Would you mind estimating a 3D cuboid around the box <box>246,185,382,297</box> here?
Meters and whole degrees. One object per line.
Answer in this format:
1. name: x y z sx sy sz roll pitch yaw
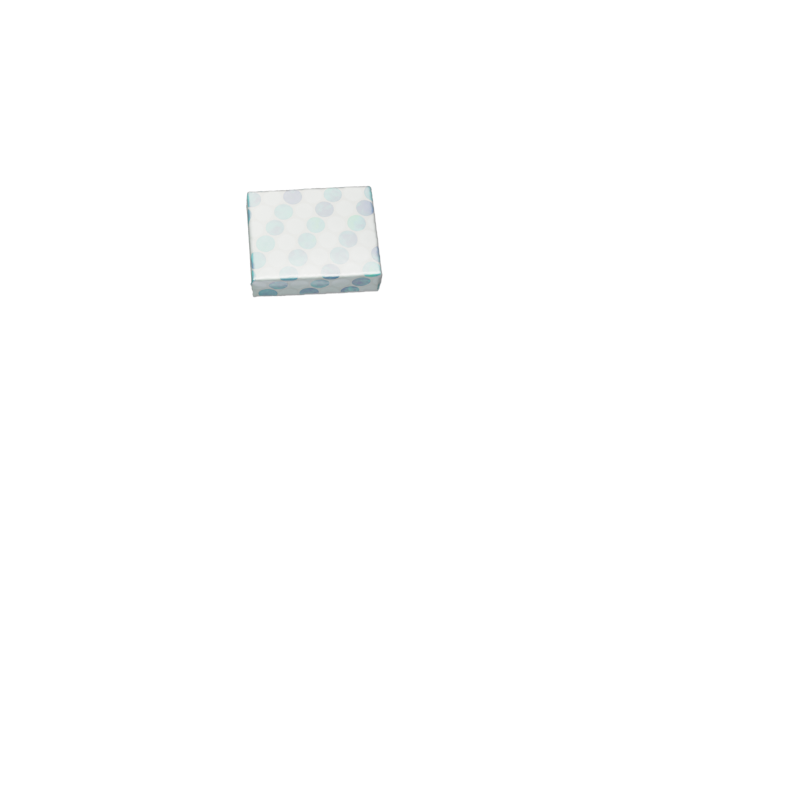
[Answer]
1. box: -0.076 -0.138 0.964 0.113 0.096 0.037 -5 -29 -3
